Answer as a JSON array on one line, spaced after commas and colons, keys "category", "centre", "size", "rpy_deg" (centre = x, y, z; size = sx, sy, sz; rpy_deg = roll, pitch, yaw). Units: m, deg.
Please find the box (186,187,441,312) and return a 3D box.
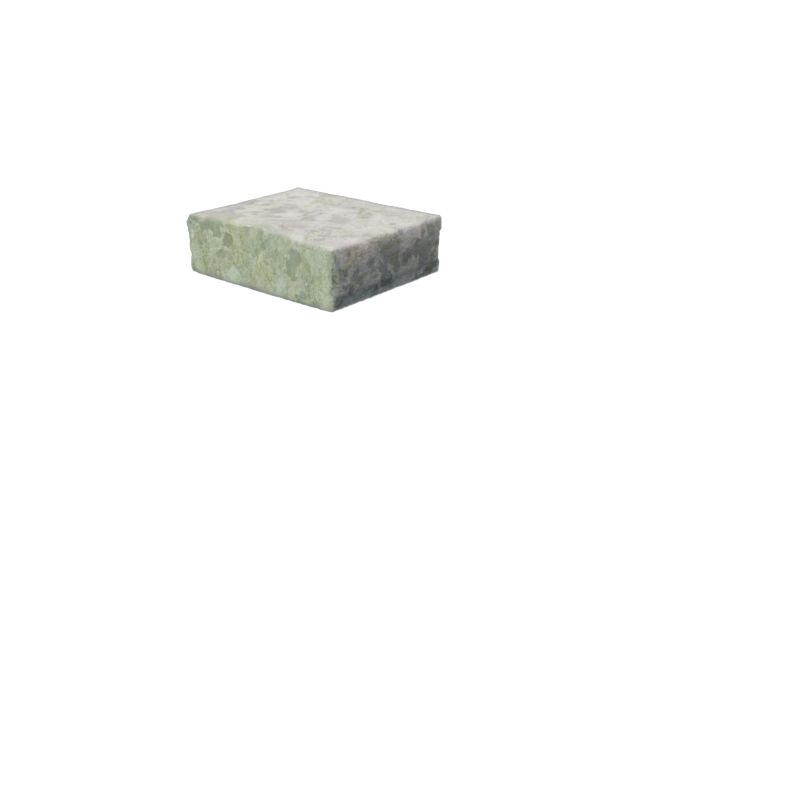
[{"category": "box", "centre": [-0.039, -0.070, 0.493], "size": [0.094, 0.029, 0.072], "rpy_deg": [18, 28, 37]}]
